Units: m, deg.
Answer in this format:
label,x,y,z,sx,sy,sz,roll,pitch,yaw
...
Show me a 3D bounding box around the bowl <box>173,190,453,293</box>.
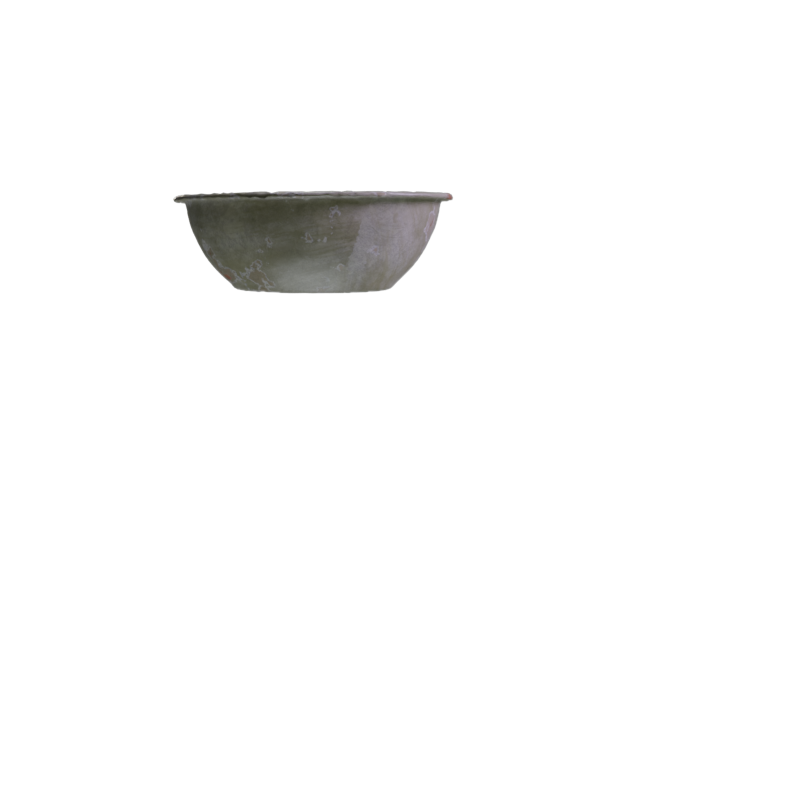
label,x,y,z,sx,sy,sz,roll,pitch,yaw
bowl,-0.050,-0.092,0.643,0.162,0.054,0.164,0,8,-2
